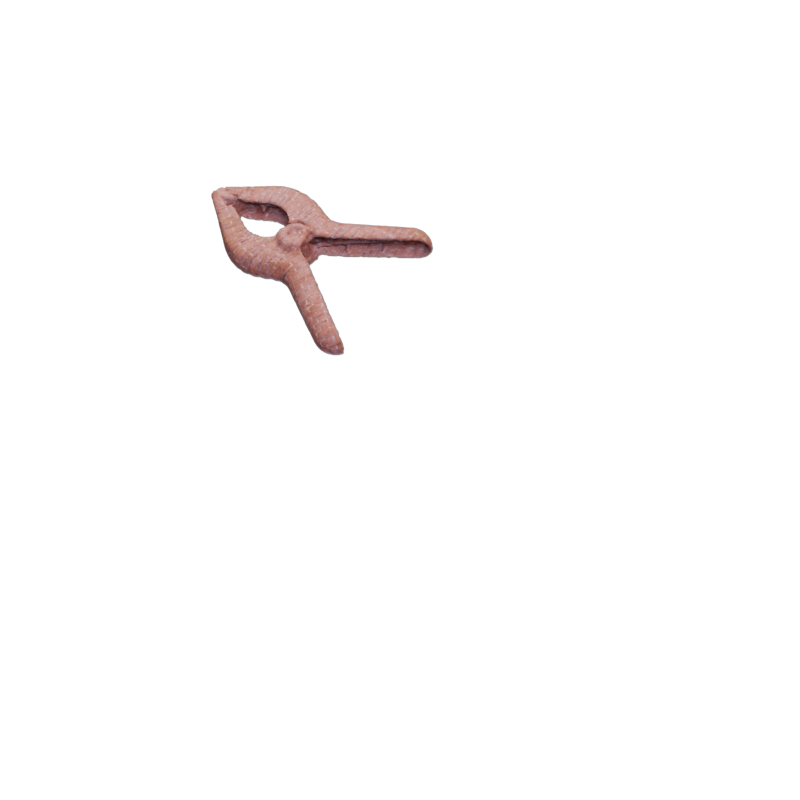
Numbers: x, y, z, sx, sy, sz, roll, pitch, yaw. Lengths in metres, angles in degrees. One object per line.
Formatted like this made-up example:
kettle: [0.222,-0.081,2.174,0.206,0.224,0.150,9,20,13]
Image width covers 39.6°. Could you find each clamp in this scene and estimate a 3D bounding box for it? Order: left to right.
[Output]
clamp: [-0.065,-0.118,0.826,0.121,0.037,0.182,-37,61,-25]
